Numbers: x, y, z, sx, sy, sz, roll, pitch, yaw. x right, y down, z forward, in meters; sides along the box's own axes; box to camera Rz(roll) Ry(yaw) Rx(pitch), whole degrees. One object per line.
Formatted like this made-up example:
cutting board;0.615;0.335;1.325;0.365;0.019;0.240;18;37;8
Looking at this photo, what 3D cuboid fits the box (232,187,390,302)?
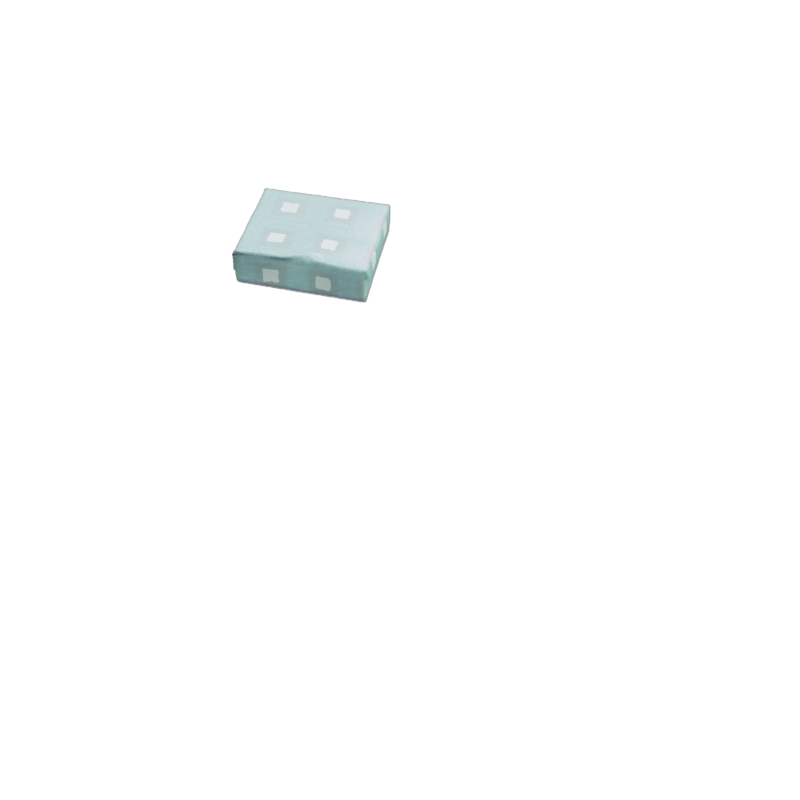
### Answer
box;-0.057;-0.103;0.724;0.091;0.028;0.077;9;43;10
